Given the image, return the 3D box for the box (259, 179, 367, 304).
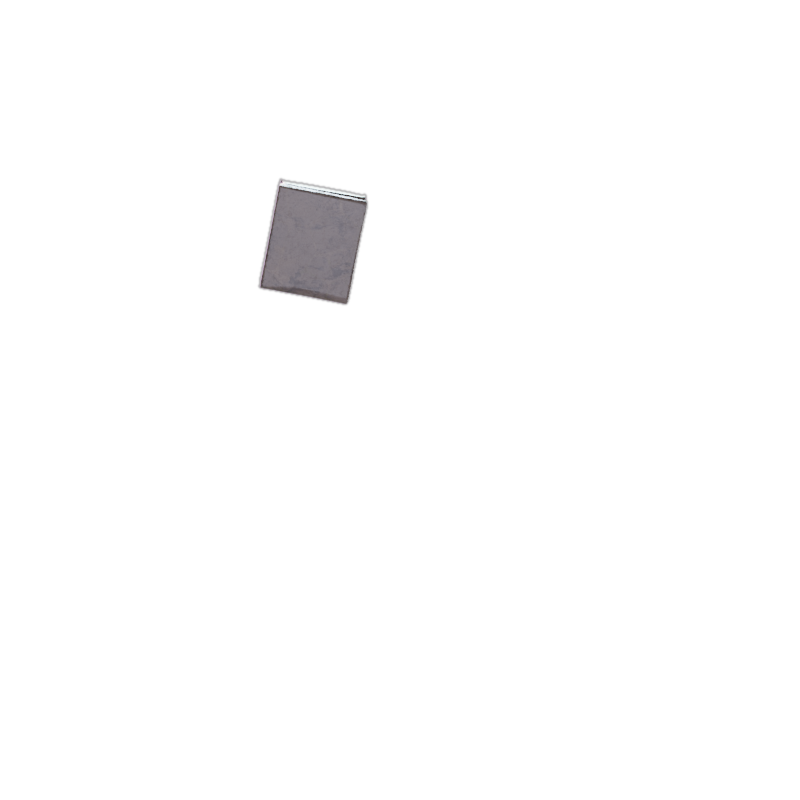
[{"bbox_3d":[-0.070,-0.128,0.897,0.073,0.087,0.031,11,12,-3],"label":"box"}]
